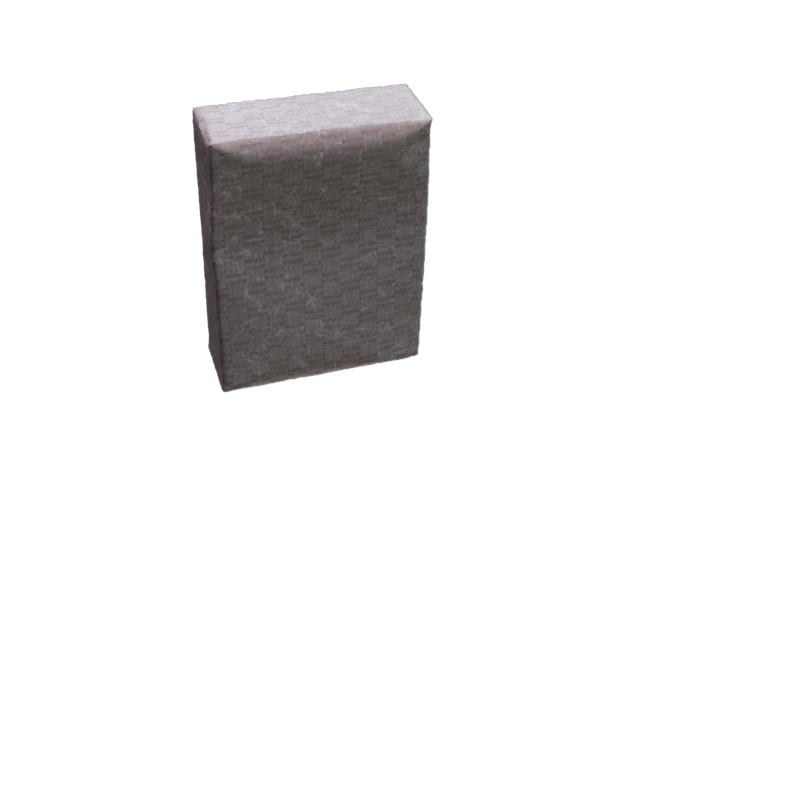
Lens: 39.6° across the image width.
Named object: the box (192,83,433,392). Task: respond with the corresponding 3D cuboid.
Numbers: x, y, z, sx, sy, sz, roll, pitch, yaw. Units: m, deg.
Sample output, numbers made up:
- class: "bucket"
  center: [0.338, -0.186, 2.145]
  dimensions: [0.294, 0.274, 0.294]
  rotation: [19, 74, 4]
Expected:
- class: "box"
  center: [-0.065, -0.119, 0.833]
  dimensions: [0.162, 0.200, 0.078]
  rotation: [-9, 36, -15]
